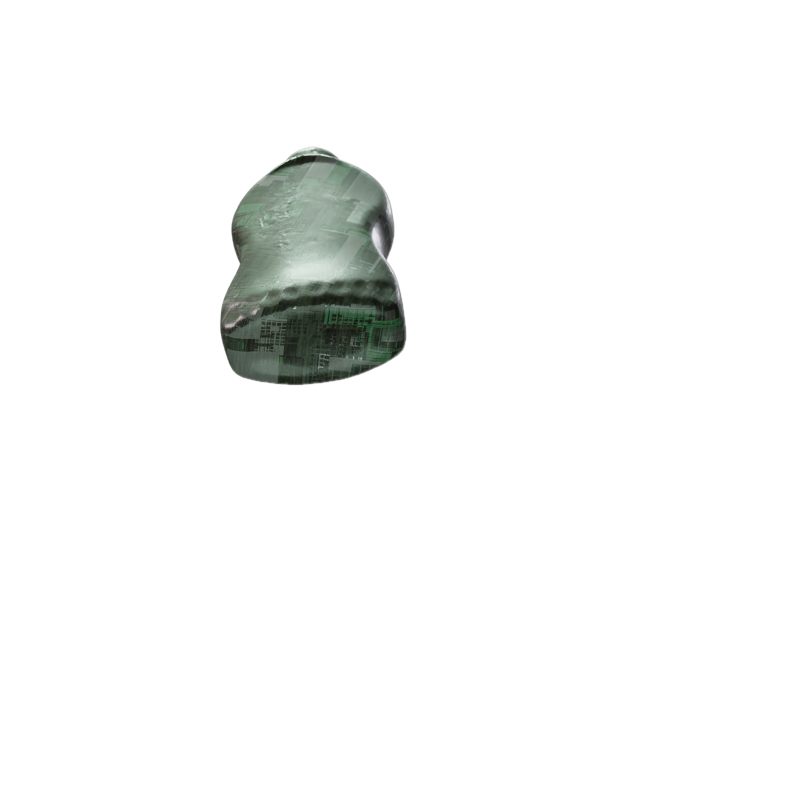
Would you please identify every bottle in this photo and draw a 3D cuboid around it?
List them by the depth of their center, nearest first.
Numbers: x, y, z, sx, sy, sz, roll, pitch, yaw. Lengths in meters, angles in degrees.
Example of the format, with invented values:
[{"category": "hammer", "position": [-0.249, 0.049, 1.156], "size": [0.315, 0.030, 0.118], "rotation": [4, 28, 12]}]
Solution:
[{"category": "bottle", "position": [-0.051, -0.093, 0.647], "size": [0.096, 0.054, 0.205], "rotation": [-10, 39, 5]}]
